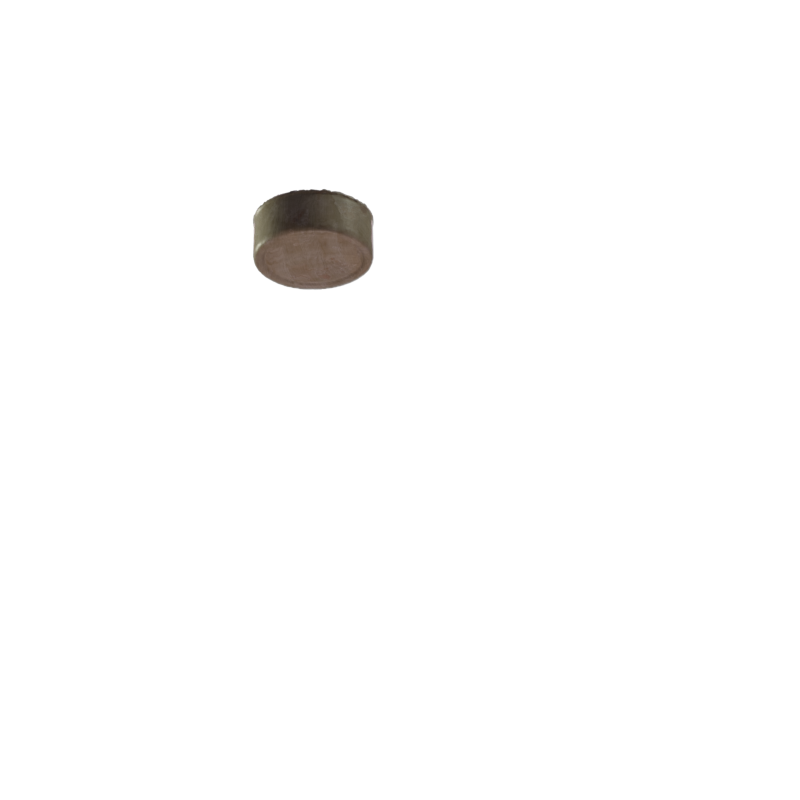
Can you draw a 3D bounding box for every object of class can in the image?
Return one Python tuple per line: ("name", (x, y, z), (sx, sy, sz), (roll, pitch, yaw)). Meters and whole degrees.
("can", (-0.061, -0.111, 0.779), (0.086, 0.036, 0.081), (1, -25, -2))
